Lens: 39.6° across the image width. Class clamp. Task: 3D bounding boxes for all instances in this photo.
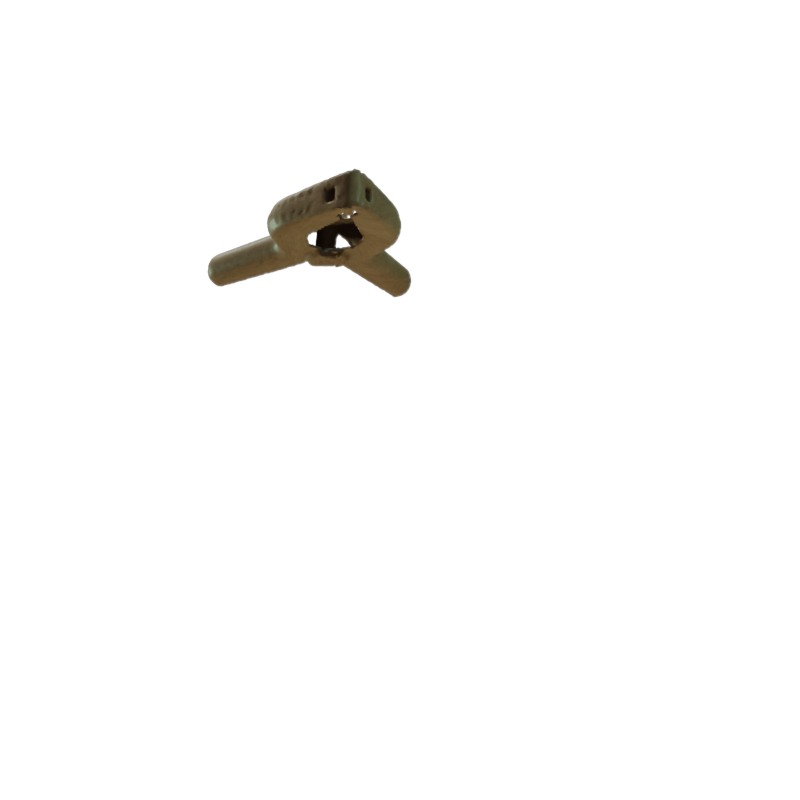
[{"bbox_3d":[-0.064,-0.117,0.818,0.164,0.038,0.203,1,-12,-4],"label":"clamp"}]
